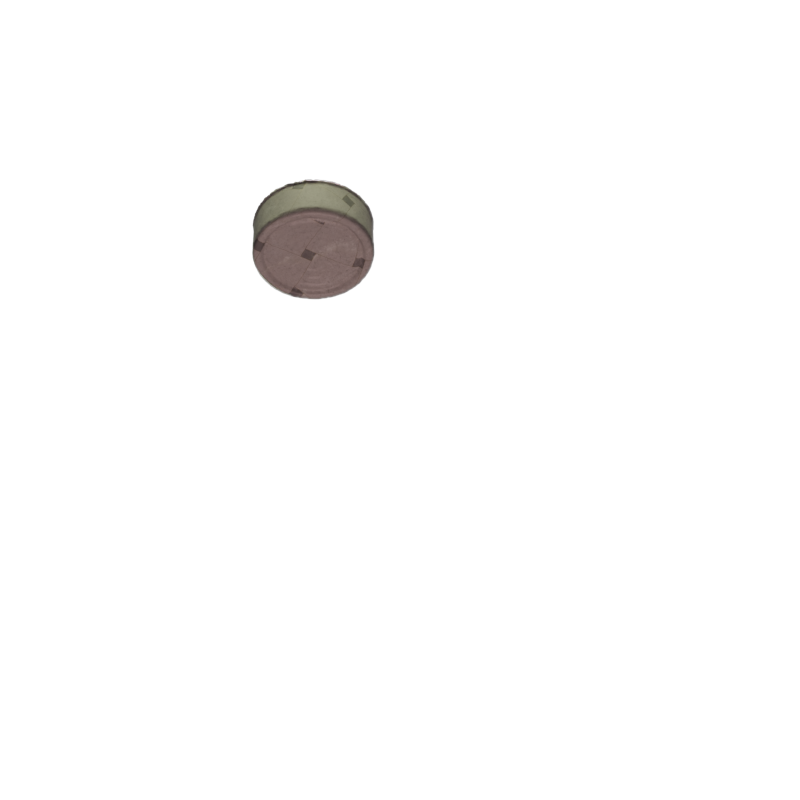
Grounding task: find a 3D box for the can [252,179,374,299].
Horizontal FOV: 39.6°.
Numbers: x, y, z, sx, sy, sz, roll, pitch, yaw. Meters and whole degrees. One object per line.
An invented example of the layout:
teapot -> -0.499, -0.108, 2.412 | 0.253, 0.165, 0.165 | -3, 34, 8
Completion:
can -> -0.061, -0.111, 0.775 | 0.086, 0.036, 0.080 | 1, -44, -1
